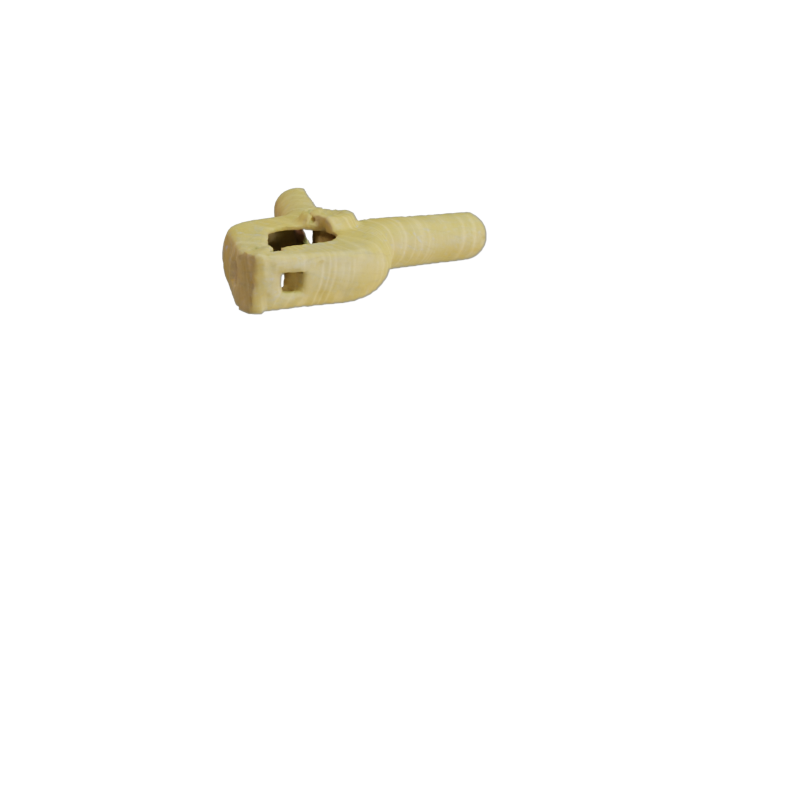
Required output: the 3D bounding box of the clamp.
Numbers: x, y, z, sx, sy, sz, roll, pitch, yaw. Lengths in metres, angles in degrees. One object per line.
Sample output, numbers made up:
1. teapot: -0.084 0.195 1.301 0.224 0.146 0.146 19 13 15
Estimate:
1. clamp: -0.043 -0.079 0.552 0.125 0.038 0.169 9 18 29
